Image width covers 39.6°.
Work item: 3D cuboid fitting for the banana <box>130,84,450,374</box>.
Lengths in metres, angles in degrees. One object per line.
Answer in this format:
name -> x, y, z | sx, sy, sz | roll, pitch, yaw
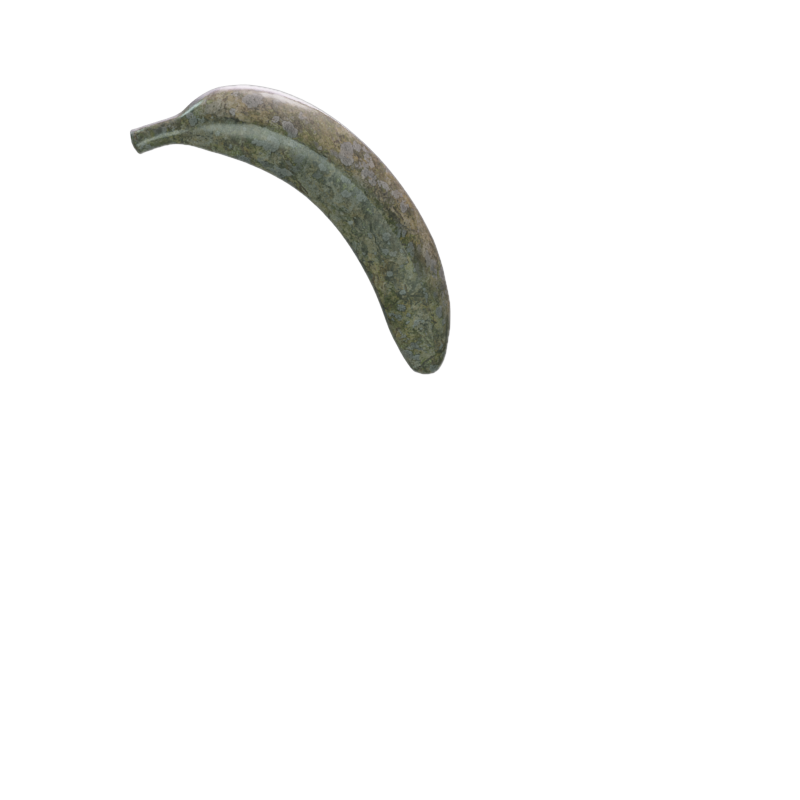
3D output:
banana -> -0.031, -0.089, 0.528 | 0.188, 0.069, 0.039 | 39, 24, -22
